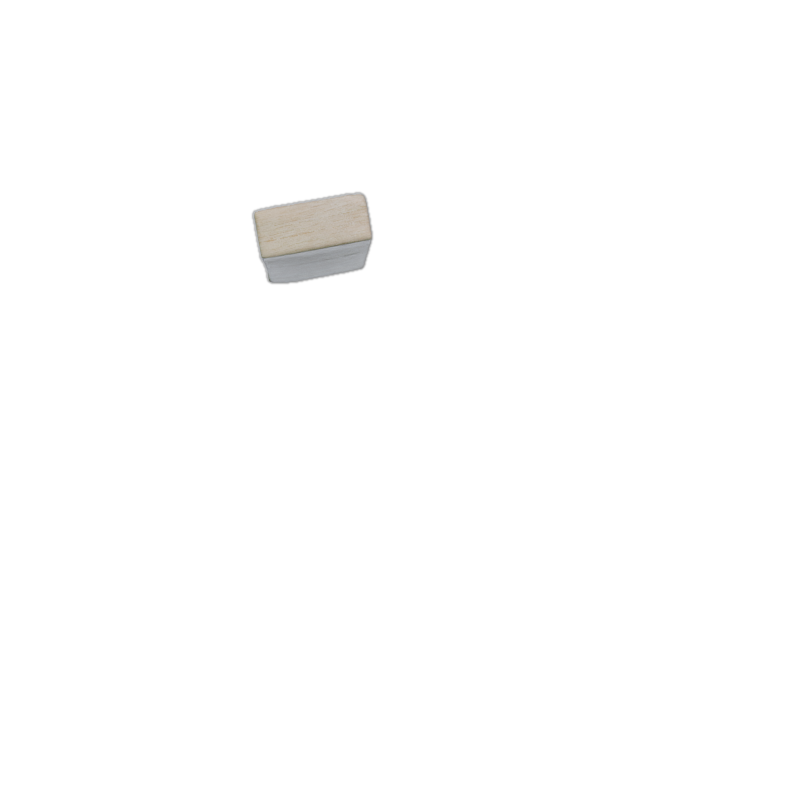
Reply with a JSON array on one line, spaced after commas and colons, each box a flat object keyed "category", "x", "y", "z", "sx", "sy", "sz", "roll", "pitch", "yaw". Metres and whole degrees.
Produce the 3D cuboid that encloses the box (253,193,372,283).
[{"category": "box", "x": -0.075, "y": -0.138, "z": 0.964, "sx": 0.093, "sy": 0.049, "sz": 0.173, "roll": -10, "pitch": -3, "yaw": -4}]
